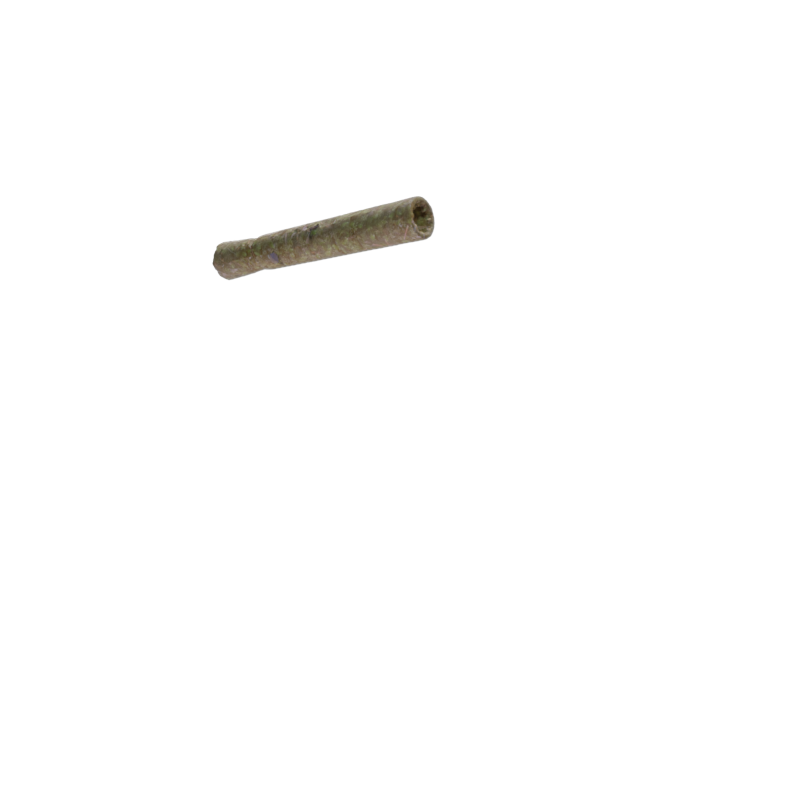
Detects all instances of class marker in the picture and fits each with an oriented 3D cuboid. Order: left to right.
[{"bbox_3d":[-0.039,-0.072,0.503,0.124,0.020,0.019,-6,0,38],"label":"marker"}]
